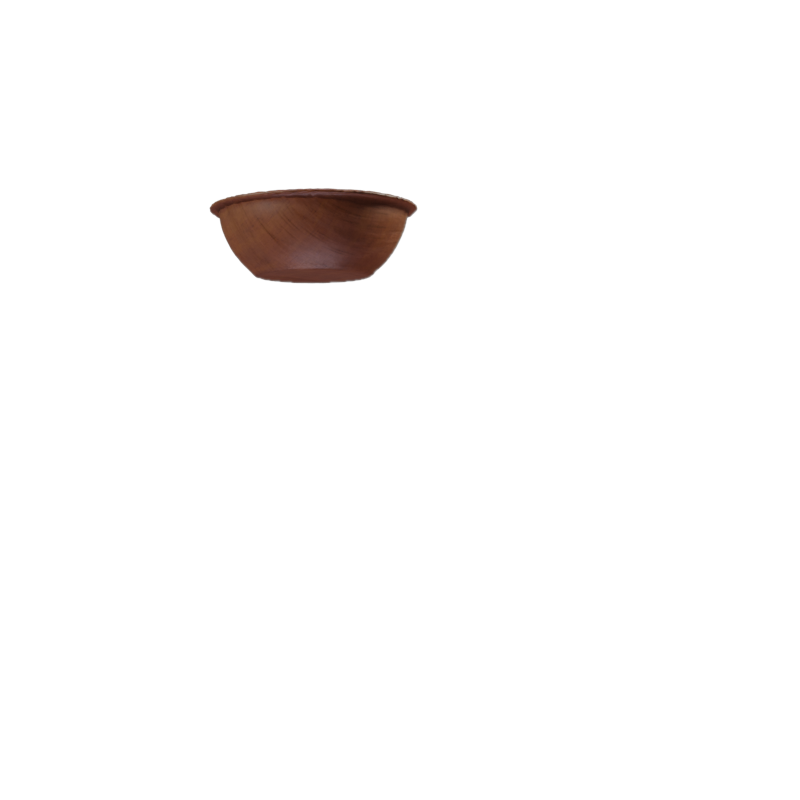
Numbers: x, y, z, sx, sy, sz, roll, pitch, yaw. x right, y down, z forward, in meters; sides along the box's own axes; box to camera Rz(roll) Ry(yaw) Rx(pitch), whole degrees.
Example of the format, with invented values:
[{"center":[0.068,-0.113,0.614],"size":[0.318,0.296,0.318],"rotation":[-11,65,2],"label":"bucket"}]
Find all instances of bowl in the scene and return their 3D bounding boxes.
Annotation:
[{"center":[-0.067,-0.123,0.860],"size":[0.162,0.056,0.160],"rotation":[0,-2,-2],"label":"bowl"}]
